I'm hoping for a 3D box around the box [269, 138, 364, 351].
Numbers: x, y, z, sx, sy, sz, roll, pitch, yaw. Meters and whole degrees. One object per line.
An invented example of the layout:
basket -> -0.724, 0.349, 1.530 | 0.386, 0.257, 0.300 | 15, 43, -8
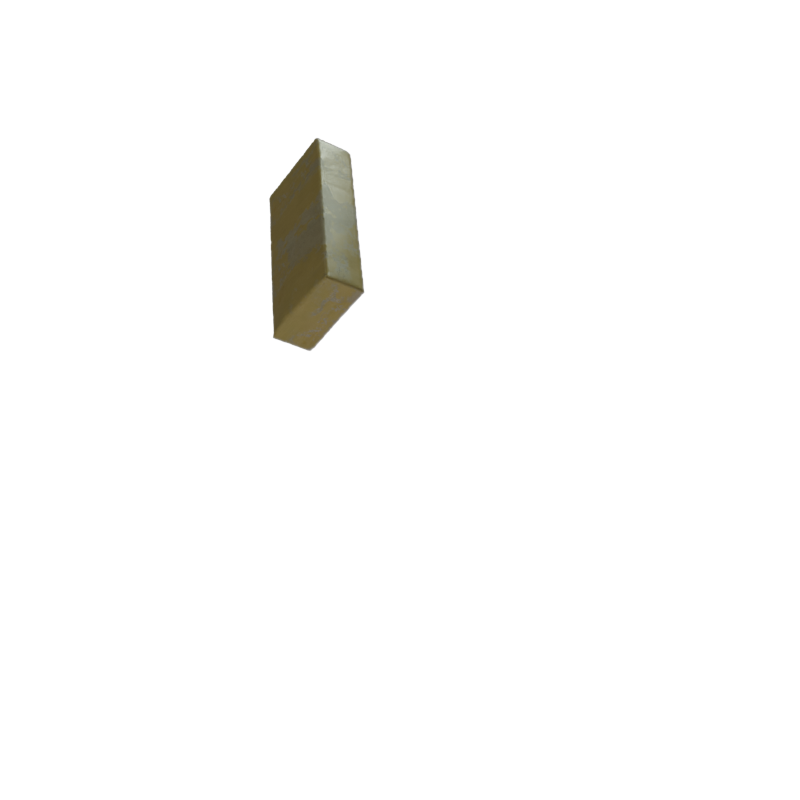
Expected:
box -> -0.077, -0.142, 0.994 | 0.046, 0.189, 0.091 | 22, -47, -27
